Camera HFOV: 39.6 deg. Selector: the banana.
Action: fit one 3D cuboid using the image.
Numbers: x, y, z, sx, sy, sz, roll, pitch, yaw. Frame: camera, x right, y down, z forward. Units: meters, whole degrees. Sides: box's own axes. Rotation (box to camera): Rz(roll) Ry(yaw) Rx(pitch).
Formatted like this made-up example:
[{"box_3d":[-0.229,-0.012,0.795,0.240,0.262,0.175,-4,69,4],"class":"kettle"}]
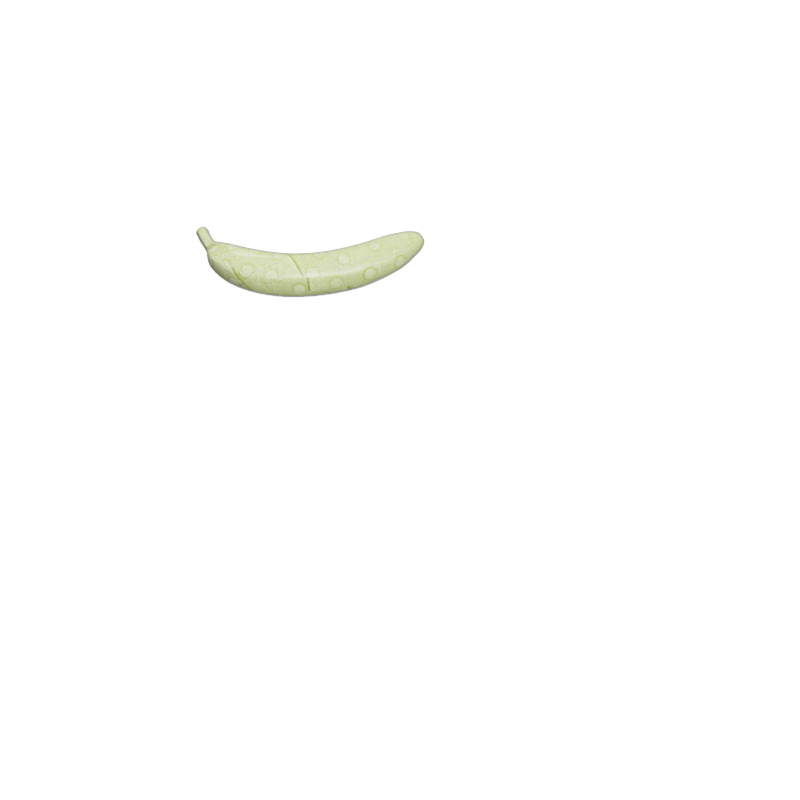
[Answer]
[{"box_3d":[-0.078,-0.118,0.940,0.198,0.074,0.035,3,-27,1],"class":"banana"}]
